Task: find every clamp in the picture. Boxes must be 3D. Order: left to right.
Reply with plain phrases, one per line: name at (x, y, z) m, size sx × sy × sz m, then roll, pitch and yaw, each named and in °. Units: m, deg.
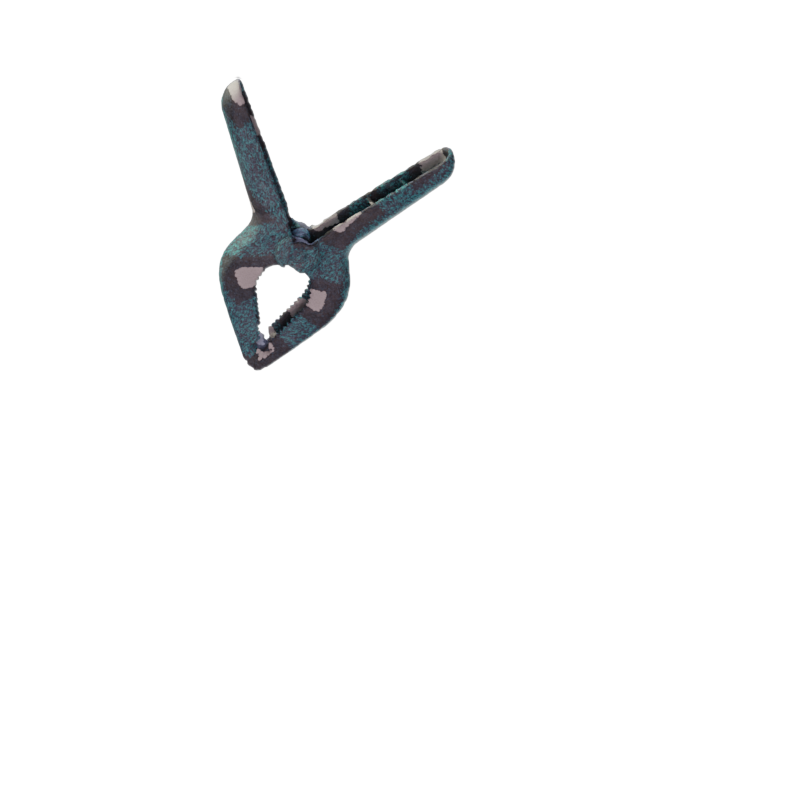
clamp at (-0.061, -0.112, 0.784) m, size 0.163 × 0.201 × 0.038 m, roll 12°, pitch 26°, yaw -6°
